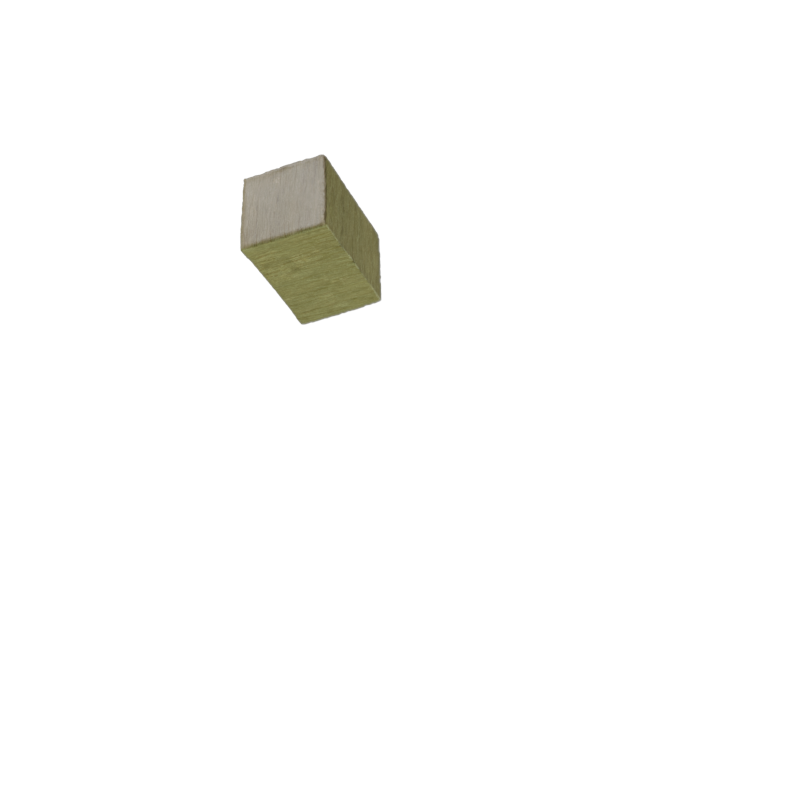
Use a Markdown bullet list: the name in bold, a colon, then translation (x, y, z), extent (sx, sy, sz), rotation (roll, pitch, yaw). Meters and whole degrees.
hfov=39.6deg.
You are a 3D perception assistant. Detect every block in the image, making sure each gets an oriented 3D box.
- **block**: translation (-0.049, -0.089, 0.622), extent (0.053, 0.055, 0.072), rotation (-15, -38, 18)
